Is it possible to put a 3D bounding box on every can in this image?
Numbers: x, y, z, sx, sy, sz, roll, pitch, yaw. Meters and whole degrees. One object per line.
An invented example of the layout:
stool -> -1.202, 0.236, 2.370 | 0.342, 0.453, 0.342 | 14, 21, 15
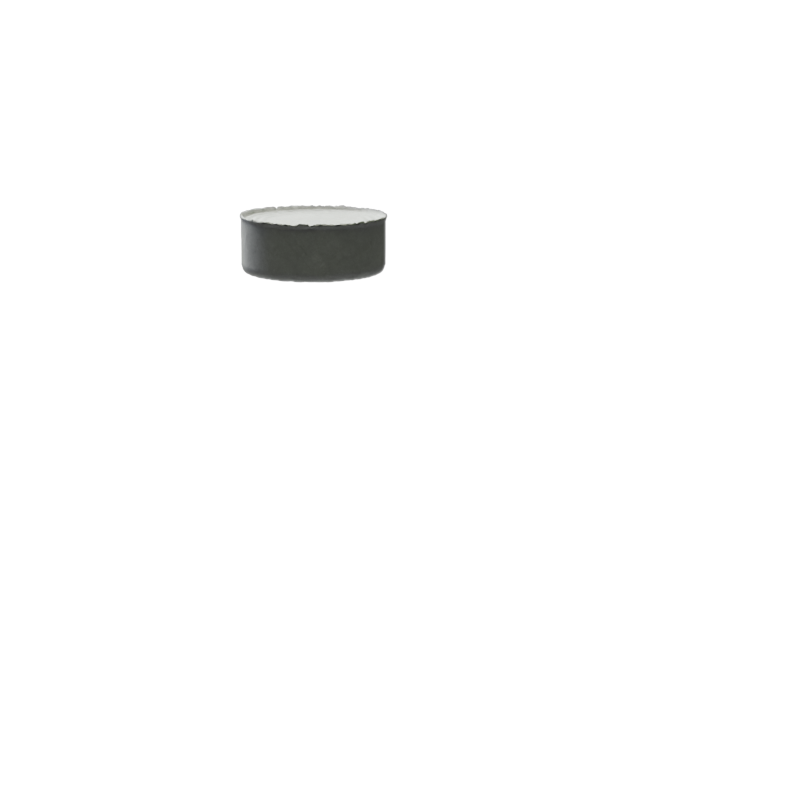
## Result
can -> -0.051, -0.092, 0.648 | 0.086, 0.033, 0.089 | 0, 16, -2
